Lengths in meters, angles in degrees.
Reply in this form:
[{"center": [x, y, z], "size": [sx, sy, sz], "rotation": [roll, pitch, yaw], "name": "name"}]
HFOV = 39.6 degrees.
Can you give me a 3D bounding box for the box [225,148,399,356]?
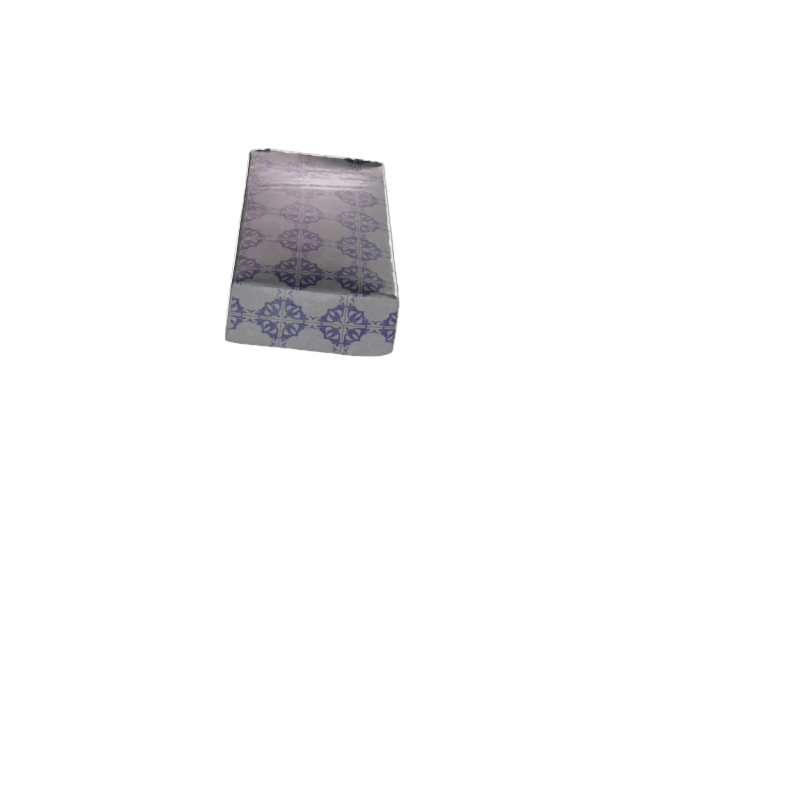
[{"center": [-0.052, -0.096, 0.668], "size": [0.092, 0.045, 0.188], "rotation": [4, 36, -7], "name": "box"}]
